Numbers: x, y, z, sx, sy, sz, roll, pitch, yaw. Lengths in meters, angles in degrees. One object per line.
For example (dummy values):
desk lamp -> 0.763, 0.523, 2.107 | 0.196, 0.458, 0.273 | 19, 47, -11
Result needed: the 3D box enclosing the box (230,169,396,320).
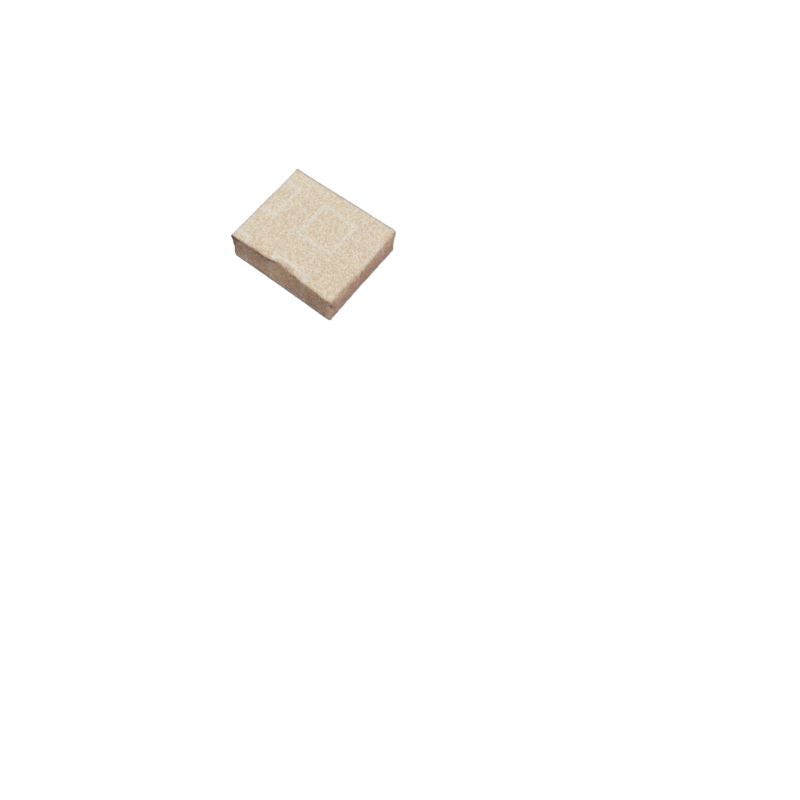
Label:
box -> -0.060, -0.110, 0.767 | 0.093, 0.074, 0.028 | 34, -25, 18
